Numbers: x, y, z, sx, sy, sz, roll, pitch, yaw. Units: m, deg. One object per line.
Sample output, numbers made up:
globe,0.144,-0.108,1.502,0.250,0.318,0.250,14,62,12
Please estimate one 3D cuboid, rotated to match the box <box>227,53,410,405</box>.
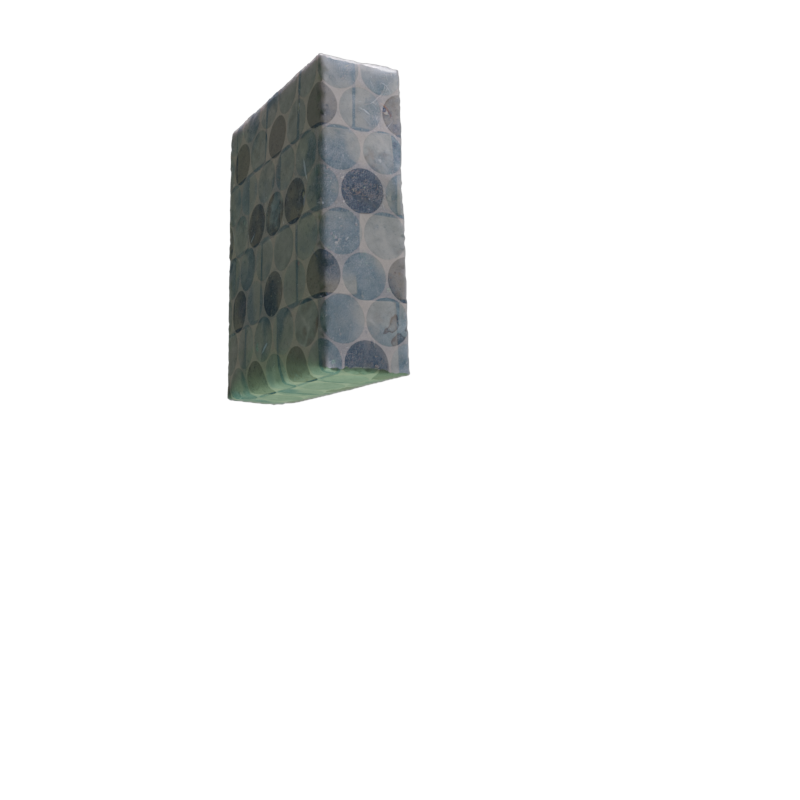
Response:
box,-0.062,-0.112,0.787,0.069,0.221,0.165,7,-15,-28
